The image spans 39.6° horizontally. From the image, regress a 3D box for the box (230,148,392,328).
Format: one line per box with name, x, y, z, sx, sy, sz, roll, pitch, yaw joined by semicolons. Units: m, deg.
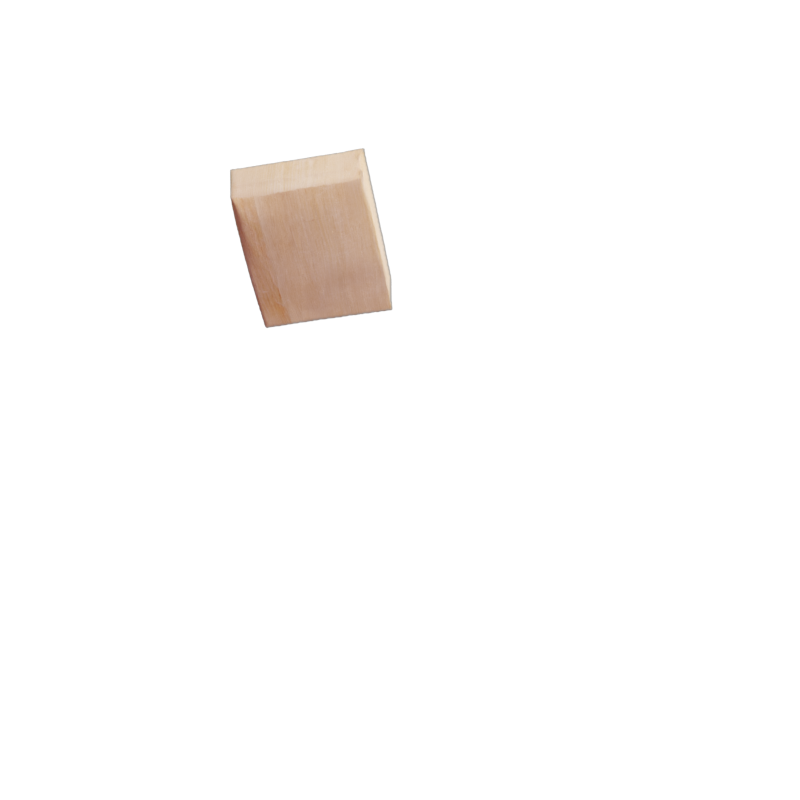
box;-0.057;-0.104;0.730;0.090;0.105;0.042;-8;40;6
